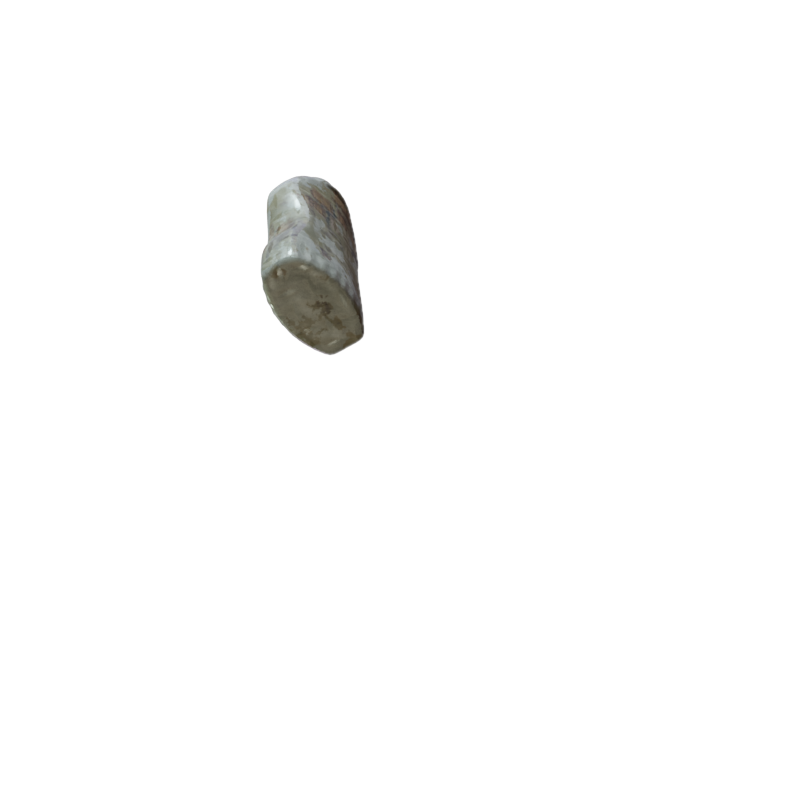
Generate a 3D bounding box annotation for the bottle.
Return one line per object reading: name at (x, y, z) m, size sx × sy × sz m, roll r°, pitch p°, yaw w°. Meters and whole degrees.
bottle at (-0.071, -0.128, 0.896) m, size 0.058 × 0.090 × 0.205 m, roll -32°, pitch 32°, yaw 18°
